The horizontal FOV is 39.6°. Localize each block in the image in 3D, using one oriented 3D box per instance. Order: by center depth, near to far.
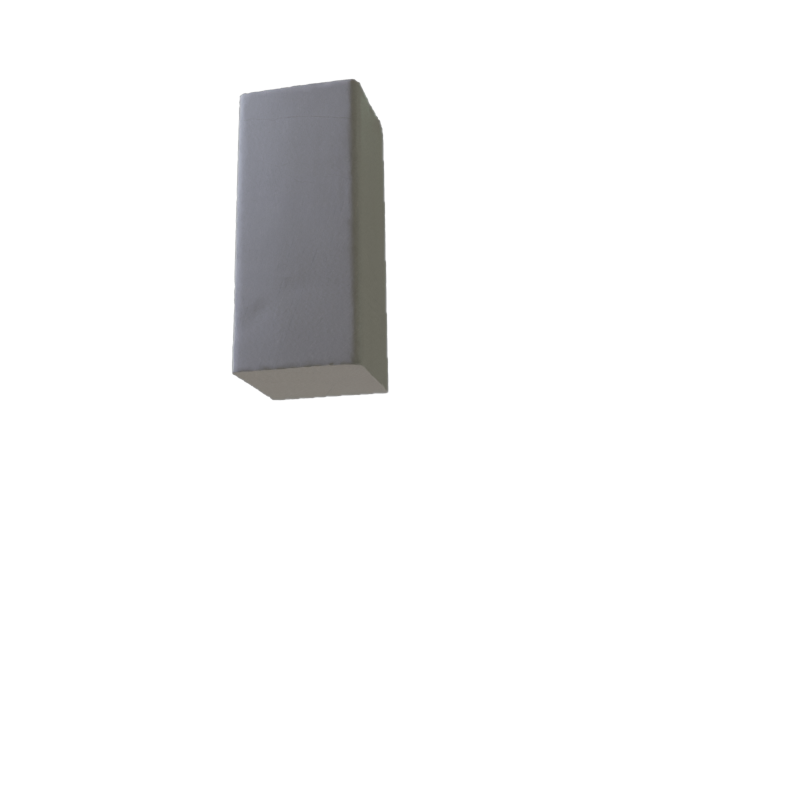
[{"bbox_3d":[-0.061,-0.113,0.791,0.091,0.216,0.085,-6,-19,13],"label":"block"}]
